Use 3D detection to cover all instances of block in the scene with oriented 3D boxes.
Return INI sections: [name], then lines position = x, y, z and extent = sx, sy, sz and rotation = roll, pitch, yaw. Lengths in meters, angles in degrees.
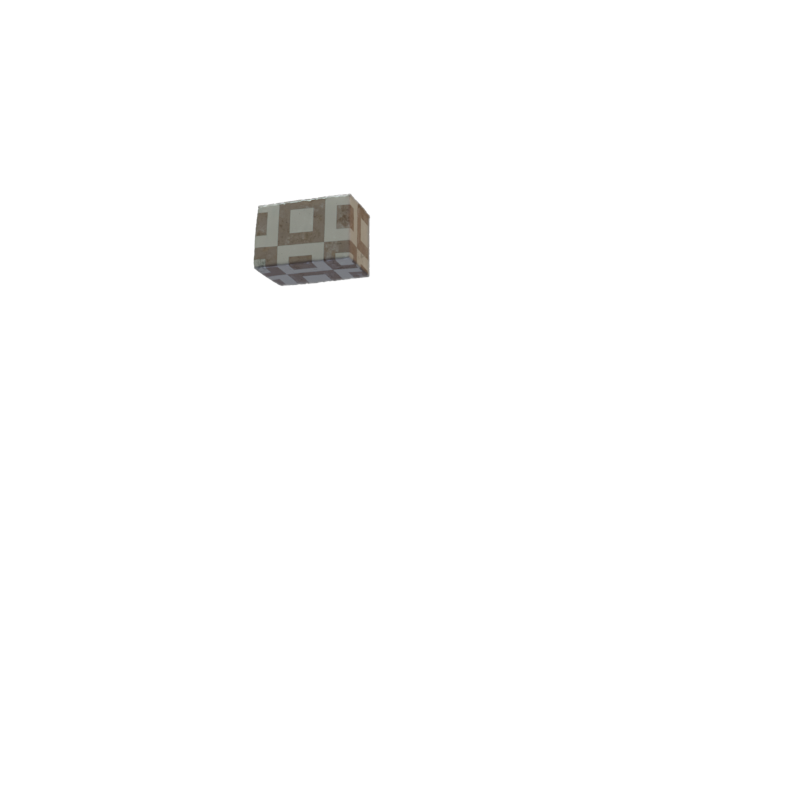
[block]
position = -0.067, -0.122, 0.852
extent = 0.079, 0.053, 0.050
rotation = -5, -16, 17
